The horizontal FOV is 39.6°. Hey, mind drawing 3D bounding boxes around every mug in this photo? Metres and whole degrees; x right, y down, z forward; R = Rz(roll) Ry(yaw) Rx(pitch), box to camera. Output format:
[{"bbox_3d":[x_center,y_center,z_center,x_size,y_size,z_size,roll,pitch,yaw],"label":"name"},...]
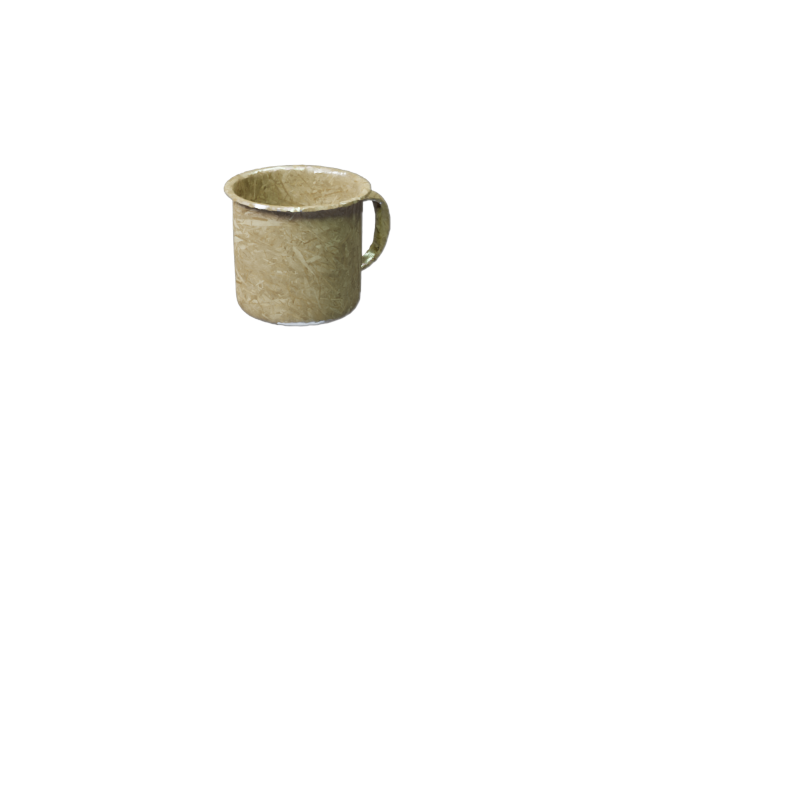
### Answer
[{"bbox_3d":[-0.056,-0.102,0.715,0.115,0.078,0.100,-18,31,-34],"label":"mug"}]
